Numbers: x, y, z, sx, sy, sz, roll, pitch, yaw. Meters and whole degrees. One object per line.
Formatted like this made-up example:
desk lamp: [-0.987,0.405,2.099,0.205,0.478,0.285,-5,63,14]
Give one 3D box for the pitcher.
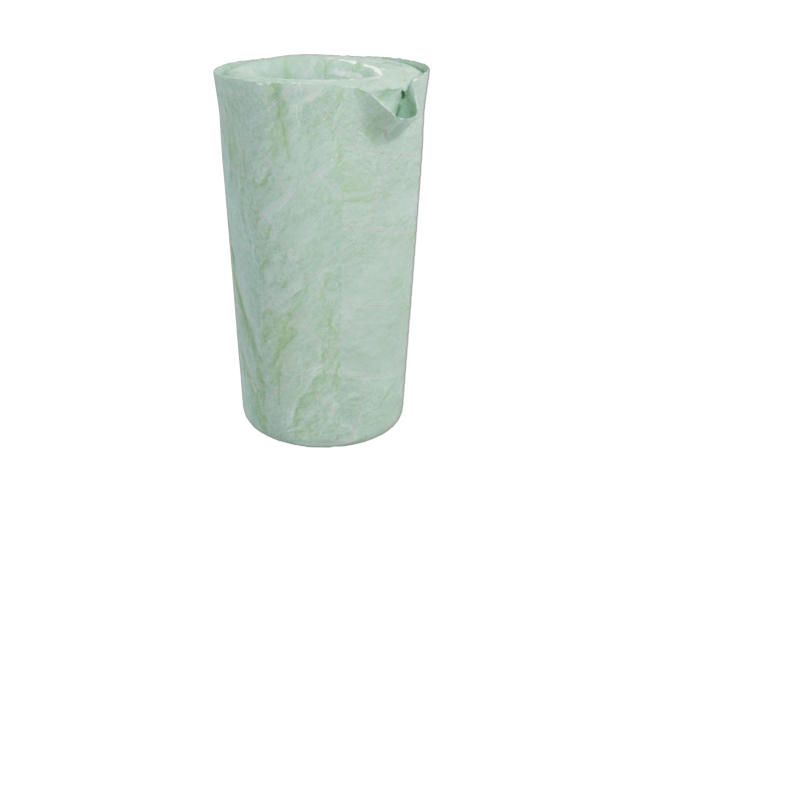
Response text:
pitcher: [-0.057,-0.103,0.722,0.146,0.233,0.154,3,19,5]
